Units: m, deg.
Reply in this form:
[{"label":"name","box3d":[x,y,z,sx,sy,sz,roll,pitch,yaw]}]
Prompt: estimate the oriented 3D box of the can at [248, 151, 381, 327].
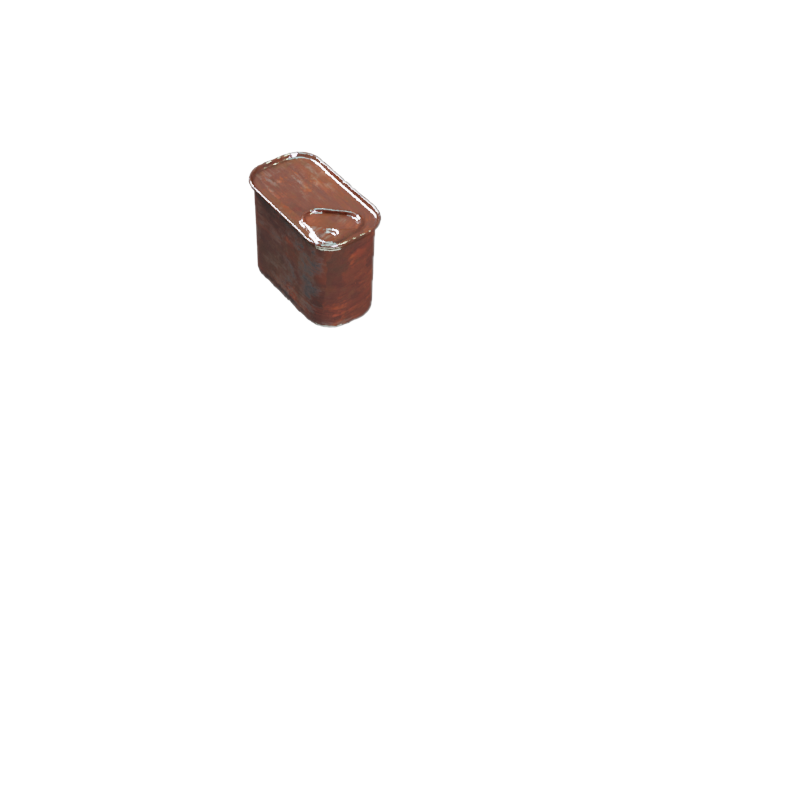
[{"label":"can","box3d":[-0.061,-0.112,0.783,0.057,0.078,0.110,-26,52,-26]}]
